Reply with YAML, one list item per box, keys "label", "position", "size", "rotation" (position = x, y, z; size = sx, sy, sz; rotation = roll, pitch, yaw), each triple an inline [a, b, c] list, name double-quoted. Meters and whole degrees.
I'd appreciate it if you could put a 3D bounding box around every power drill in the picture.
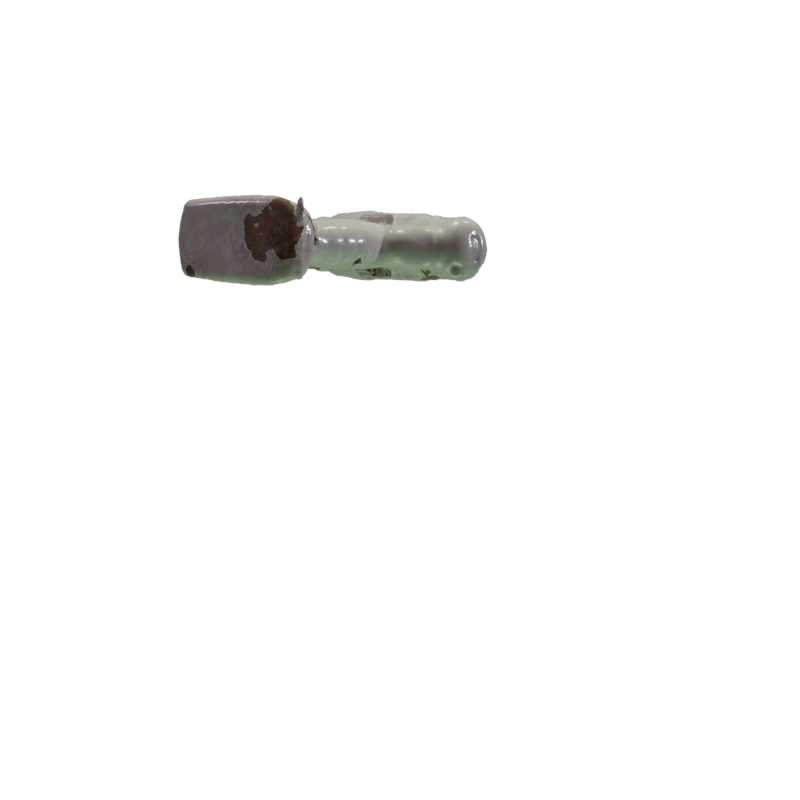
- label: "power drill"
  position: [-0.061, -0.112, 0.781]
  size: [0.192, 0.057, 0.181]
  rotation: [6, 9, 42]
